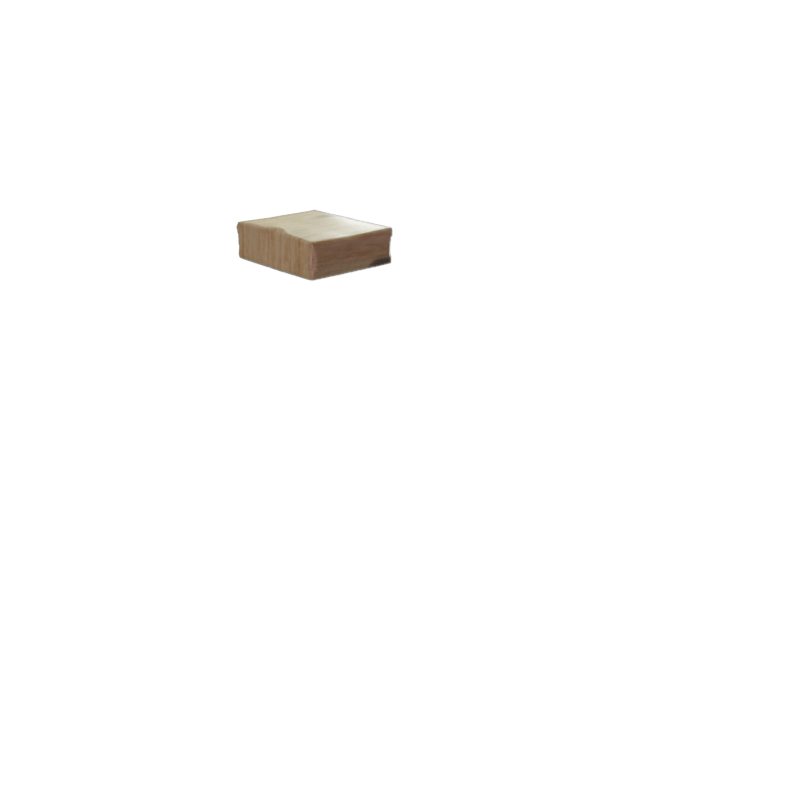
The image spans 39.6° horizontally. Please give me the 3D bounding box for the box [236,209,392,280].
[{"bbox_3d":[-0.062,-0.112,0.787,0.071,0.029,0.095,-16,25,-38],"label":"box"}]
